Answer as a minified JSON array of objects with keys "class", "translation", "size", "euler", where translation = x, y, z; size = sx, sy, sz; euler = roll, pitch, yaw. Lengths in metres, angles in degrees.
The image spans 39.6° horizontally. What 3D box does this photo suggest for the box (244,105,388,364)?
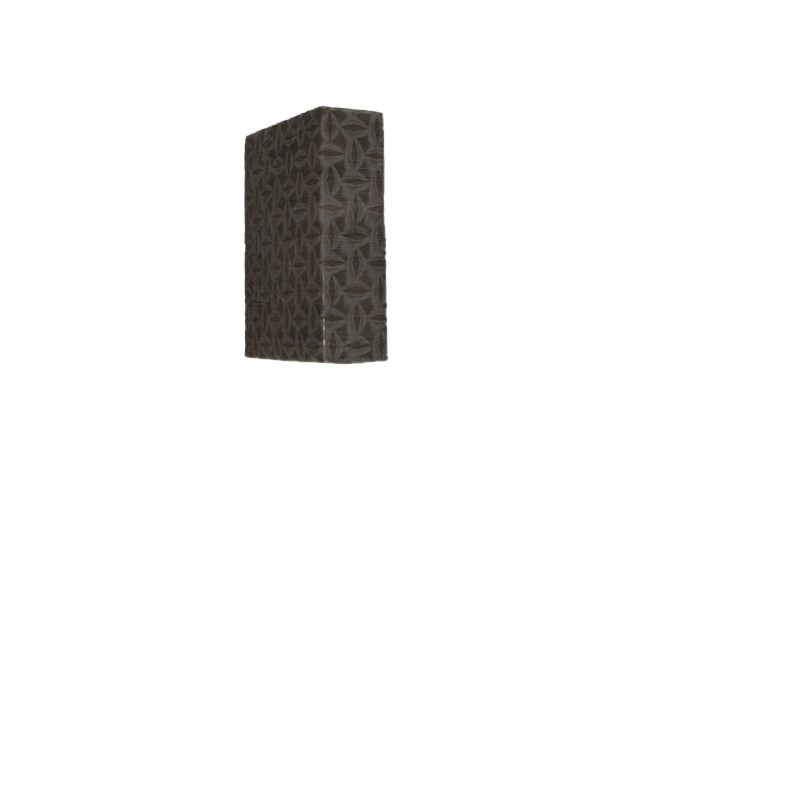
[{"class":"box","translation":[-0.078,-0.142,0.993],"size":[0.069,0.216,0.169],"euler":[2,-2,-30]}]
